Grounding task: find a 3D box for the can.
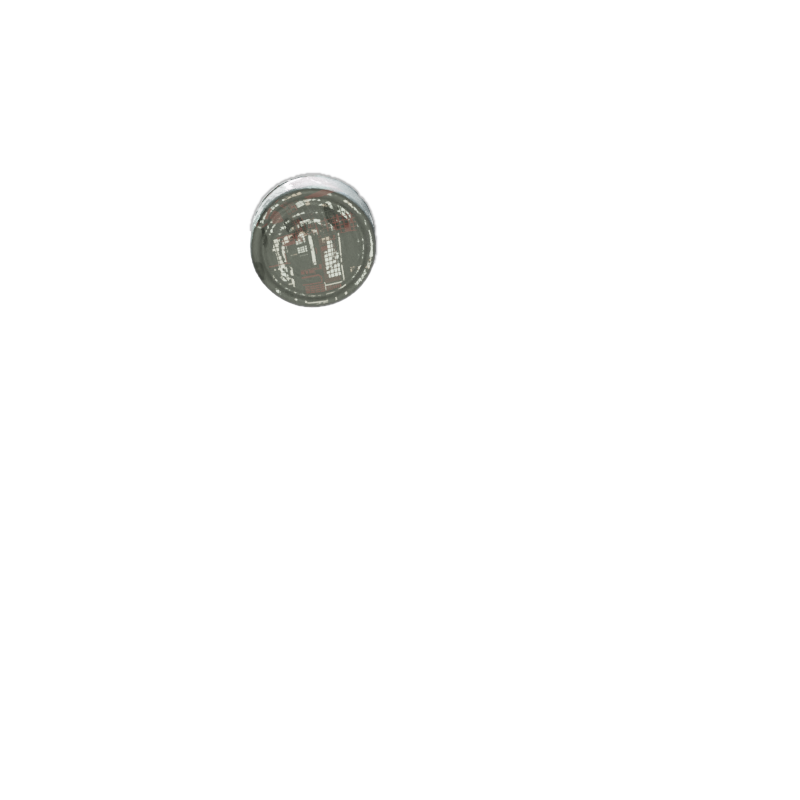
[{"bbox_3d":[-0.059,-0.107,0.748,0.086,0.082,0.035,0,19,-1],"label":"can"}]
